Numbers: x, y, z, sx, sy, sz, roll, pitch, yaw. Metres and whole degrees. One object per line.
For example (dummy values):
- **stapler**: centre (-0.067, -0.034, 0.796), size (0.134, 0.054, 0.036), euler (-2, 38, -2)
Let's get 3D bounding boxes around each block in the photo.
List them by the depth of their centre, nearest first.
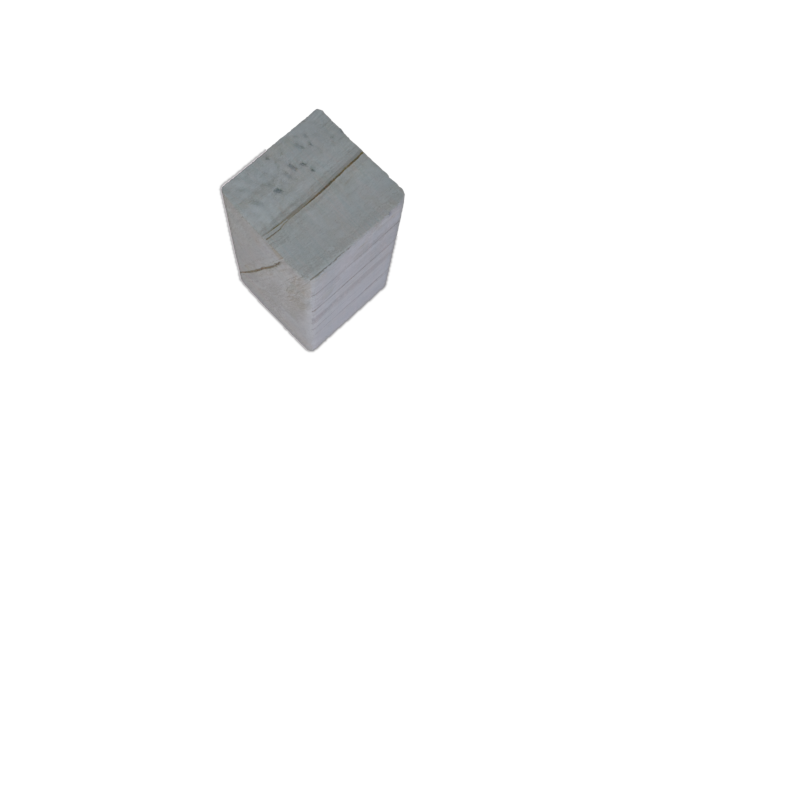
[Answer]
- **block**: centre (-0.064, -0.117, 0.820), size (0.091, 0.093, 0.199), euler (-42, -7, -11)
